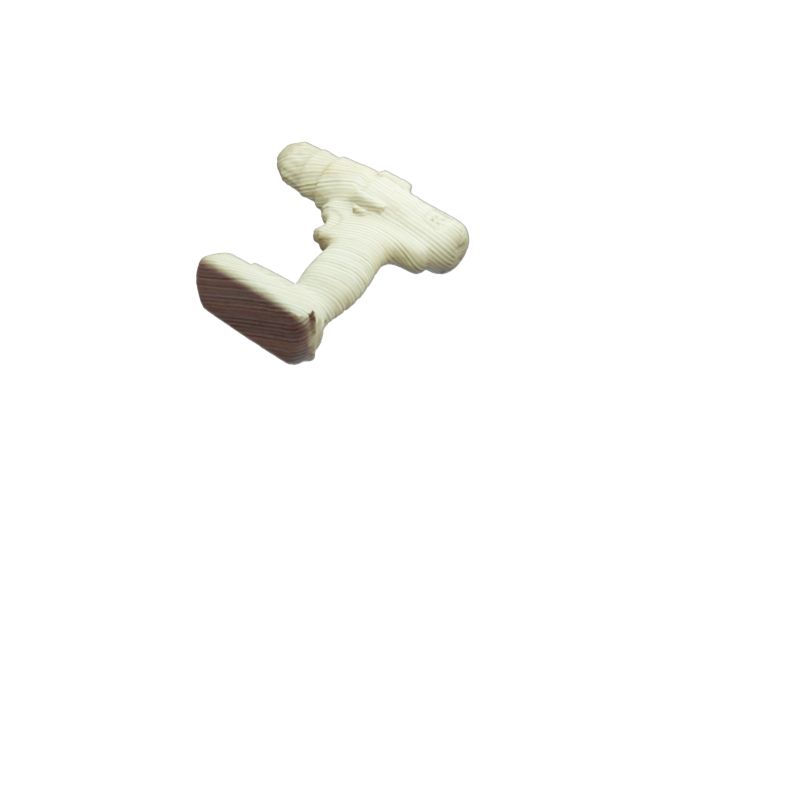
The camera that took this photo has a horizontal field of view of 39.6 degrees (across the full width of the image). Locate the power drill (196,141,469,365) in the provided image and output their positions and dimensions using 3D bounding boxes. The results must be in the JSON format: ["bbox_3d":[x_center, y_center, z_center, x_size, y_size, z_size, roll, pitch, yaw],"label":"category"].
[{"bbox_3d":[-0.067,-0.123,0.858,0.195,0.053,0.190,30,52,26],"label":"power drill"}]
